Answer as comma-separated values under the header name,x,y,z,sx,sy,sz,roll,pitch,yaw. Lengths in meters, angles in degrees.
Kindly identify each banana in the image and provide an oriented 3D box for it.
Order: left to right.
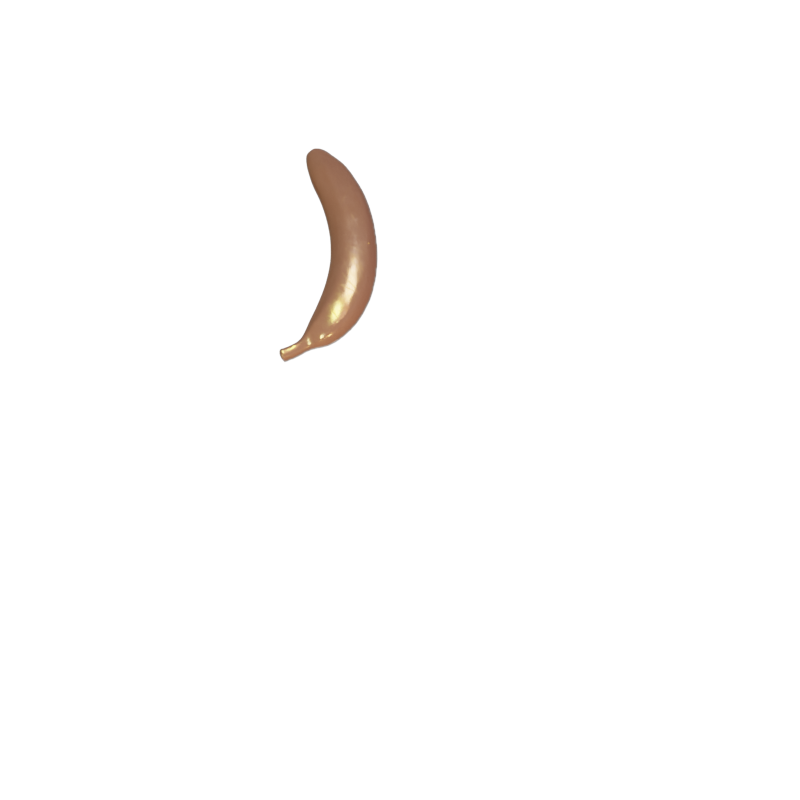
name,x,y,z,sx,sy,sz,roll,pitch,yaw
banana,-0.052,-0.123,0.895,0.070,0.210,0.034,4,-30,1
